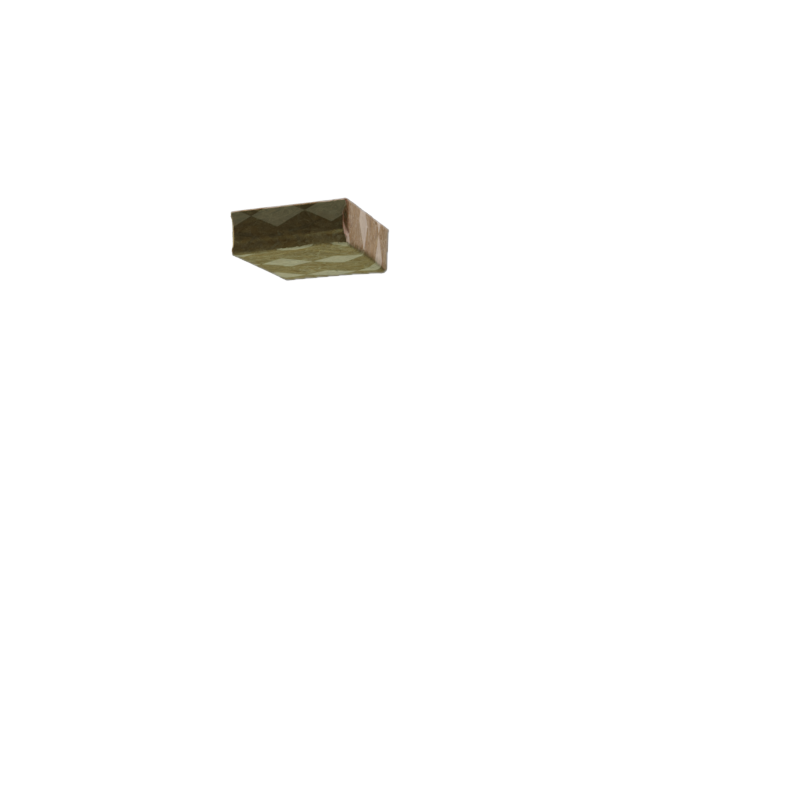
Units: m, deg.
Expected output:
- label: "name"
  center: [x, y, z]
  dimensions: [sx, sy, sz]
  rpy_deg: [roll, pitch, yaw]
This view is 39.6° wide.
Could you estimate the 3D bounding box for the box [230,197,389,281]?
- label: "box"
  center: [-0.065, -0.119, 0.835]
  dimensions: [0.092, 0.040, 0.108]
  rpy_deg: [-2, -8, 17]
